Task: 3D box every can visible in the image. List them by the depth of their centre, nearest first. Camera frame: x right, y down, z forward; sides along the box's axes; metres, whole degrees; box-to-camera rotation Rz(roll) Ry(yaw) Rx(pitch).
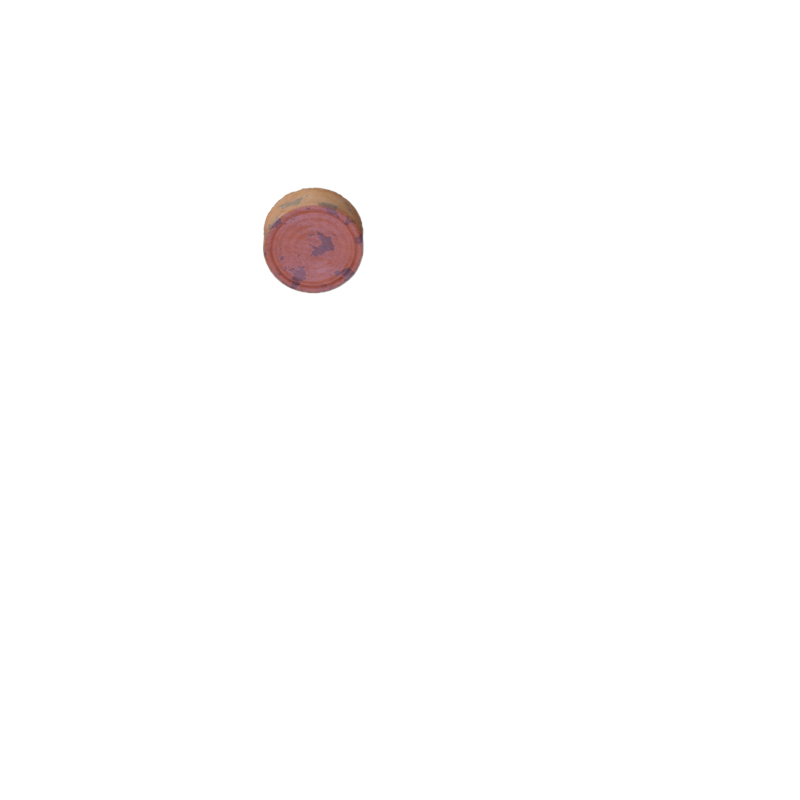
[{"bbox_3d":[-0.073,-0.134,0.935,0.086,0.081,0.036,1,29,-1],"label":"can"}]
